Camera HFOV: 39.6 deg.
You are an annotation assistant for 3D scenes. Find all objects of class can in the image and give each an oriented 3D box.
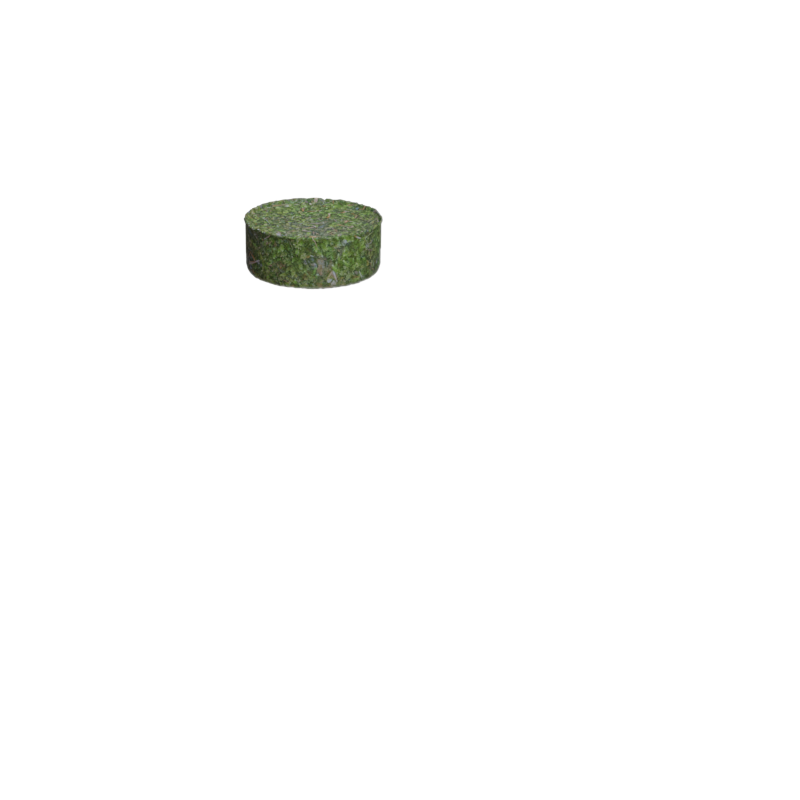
[{"bbox_3d":[-0.054,-0.099,0.691,0.086,0.032,0.090,-1,24,-2],"label":"can"}]
